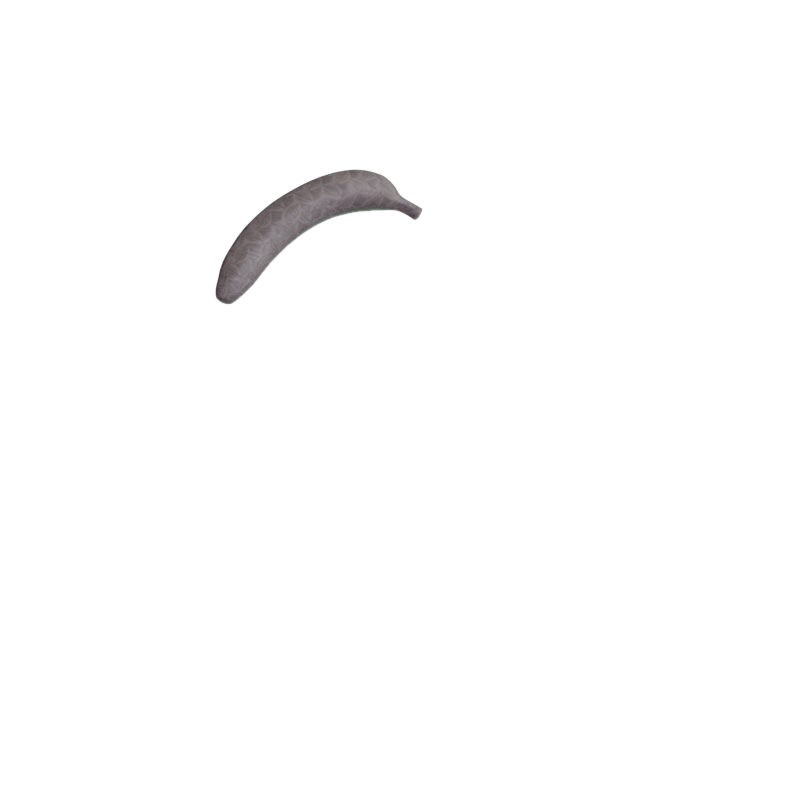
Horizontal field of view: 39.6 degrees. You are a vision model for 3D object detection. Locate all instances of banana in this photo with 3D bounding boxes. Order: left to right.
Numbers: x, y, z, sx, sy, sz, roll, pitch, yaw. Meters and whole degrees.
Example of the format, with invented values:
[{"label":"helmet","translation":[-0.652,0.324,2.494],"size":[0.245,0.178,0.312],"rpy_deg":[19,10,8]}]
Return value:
[{"label":"banana","translation":[-0.080,-0.151,0.949],"size":[0.197,0.074,0.034],"rpy_deg":[-27,-25,-15]}]
